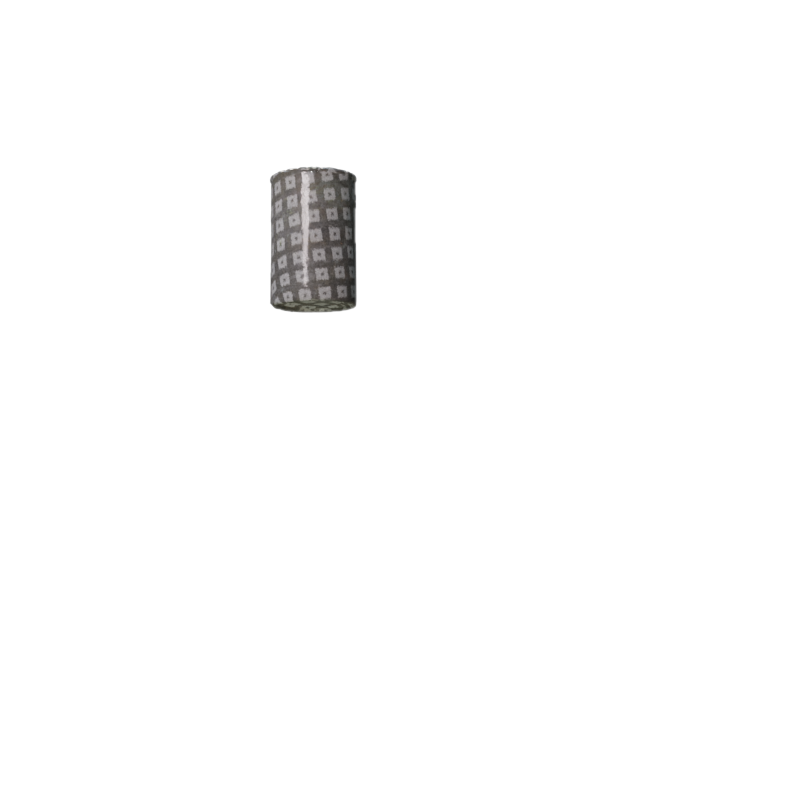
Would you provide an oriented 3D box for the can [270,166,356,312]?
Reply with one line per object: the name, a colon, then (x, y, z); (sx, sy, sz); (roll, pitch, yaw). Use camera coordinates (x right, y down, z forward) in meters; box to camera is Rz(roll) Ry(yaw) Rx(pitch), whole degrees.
can: (-0.067, -0.123, 0.859); (0.068, 0.105, 0.067); (0, -9, -2)
